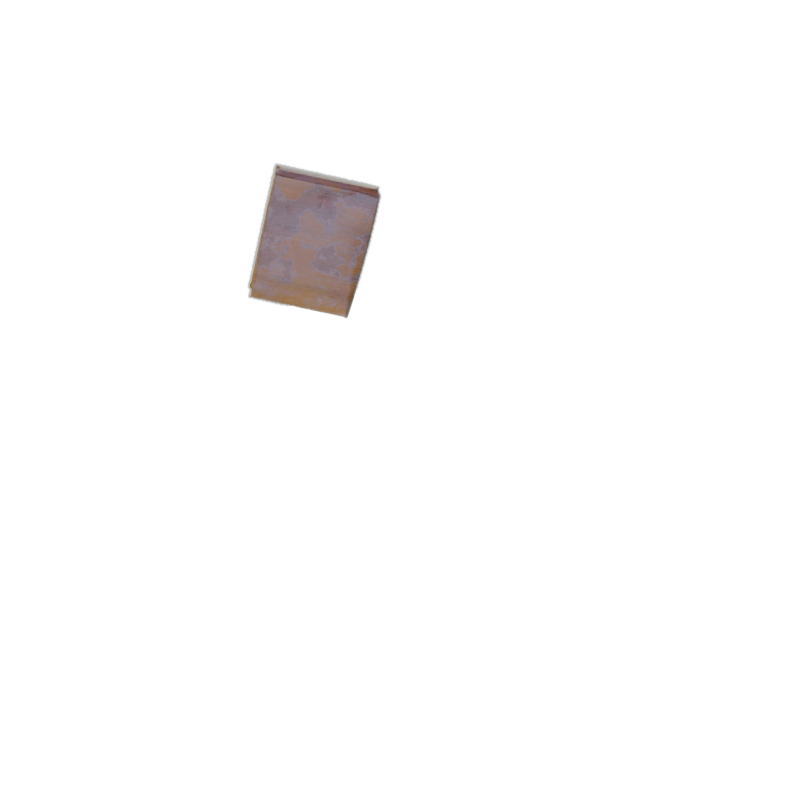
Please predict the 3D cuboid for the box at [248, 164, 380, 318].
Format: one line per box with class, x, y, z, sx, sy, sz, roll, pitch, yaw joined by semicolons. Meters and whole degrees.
box;-0.073;-0.133;0.929;0.089;0.110;0.040;13;15;-4
